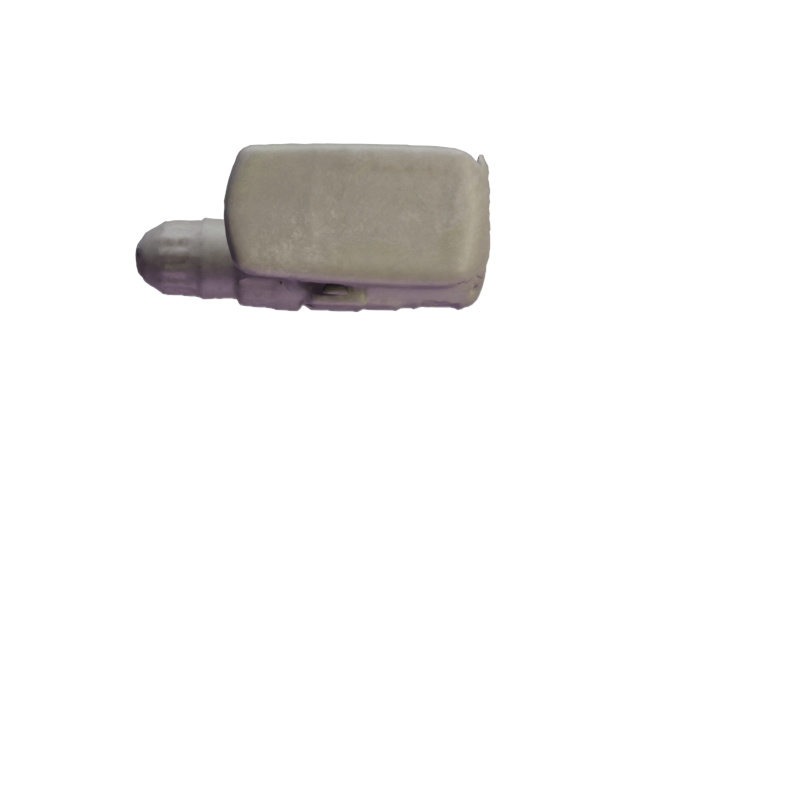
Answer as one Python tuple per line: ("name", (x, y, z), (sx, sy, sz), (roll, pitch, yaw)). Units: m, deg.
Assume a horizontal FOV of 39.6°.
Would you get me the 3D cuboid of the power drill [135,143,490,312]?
("power drill", (-0.041, -0.074, 0.521), (0.184, 0.058, 0.187), (0, 1, -4))
